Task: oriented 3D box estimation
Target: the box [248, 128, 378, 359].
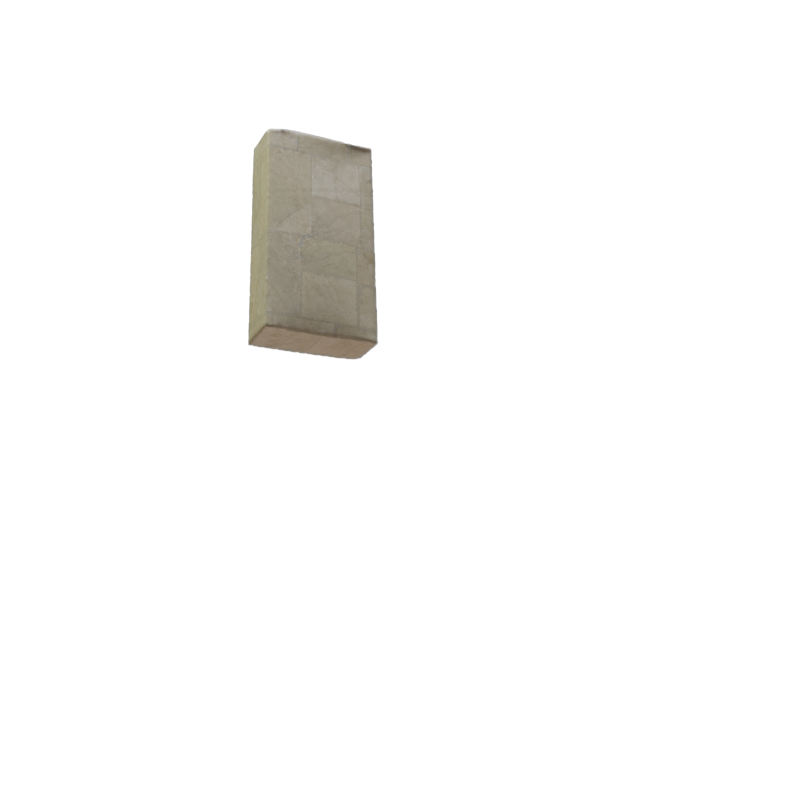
[{"bbox_3d":[-0.068,-0.124,0.866,0.090,0.186,0.047,8,-26,-21],"label":"box"}]
